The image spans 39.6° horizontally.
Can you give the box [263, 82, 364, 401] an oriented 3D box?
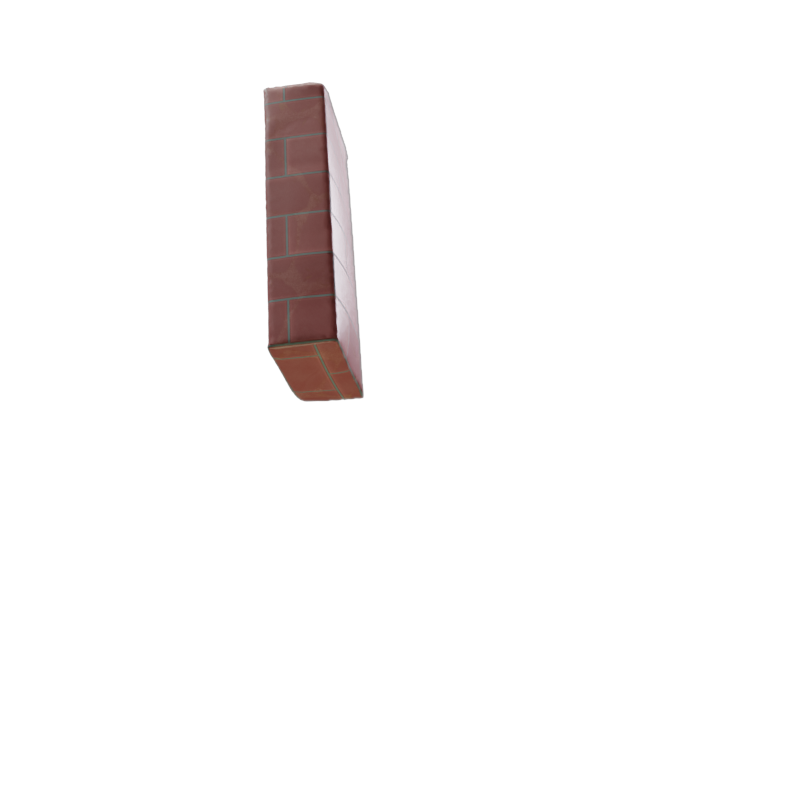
[{"bbox_3d":[-0.053,-0.097,0.676,0.048,0.187,0.087,-5,-26,7],"label":"box"}]
